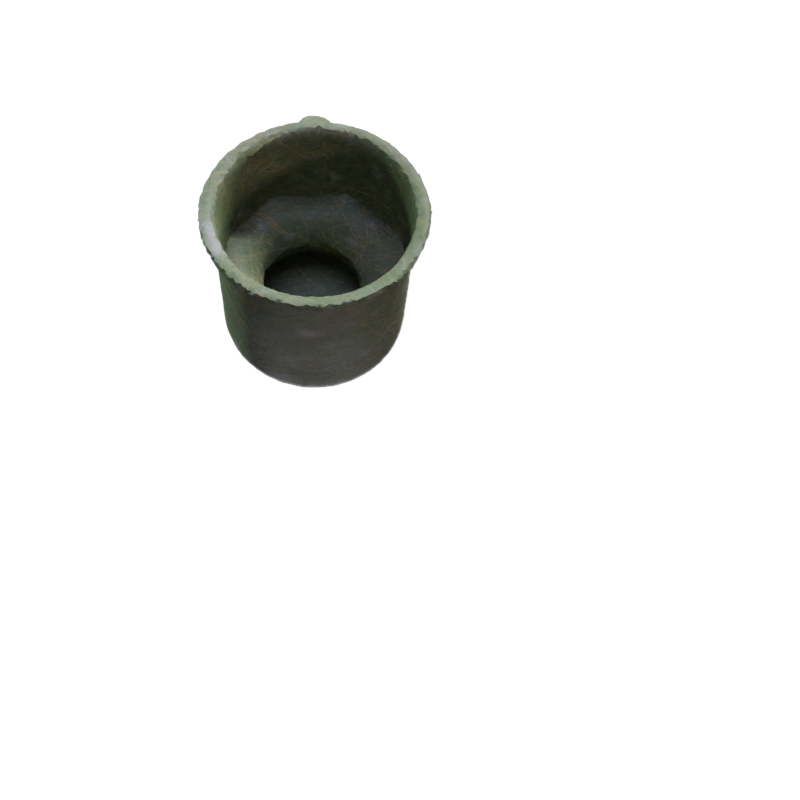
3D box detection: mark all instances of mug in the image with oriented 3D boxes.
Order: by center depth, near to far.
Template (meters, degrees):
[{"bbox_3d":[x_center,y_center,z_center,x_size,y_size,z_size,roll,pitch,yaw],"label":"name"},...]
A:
[{"bbox_3d":[-0.038,-0.069,0.481,0.093,0.125,0.076,-3,-31,-4],"label":"mug"}]
